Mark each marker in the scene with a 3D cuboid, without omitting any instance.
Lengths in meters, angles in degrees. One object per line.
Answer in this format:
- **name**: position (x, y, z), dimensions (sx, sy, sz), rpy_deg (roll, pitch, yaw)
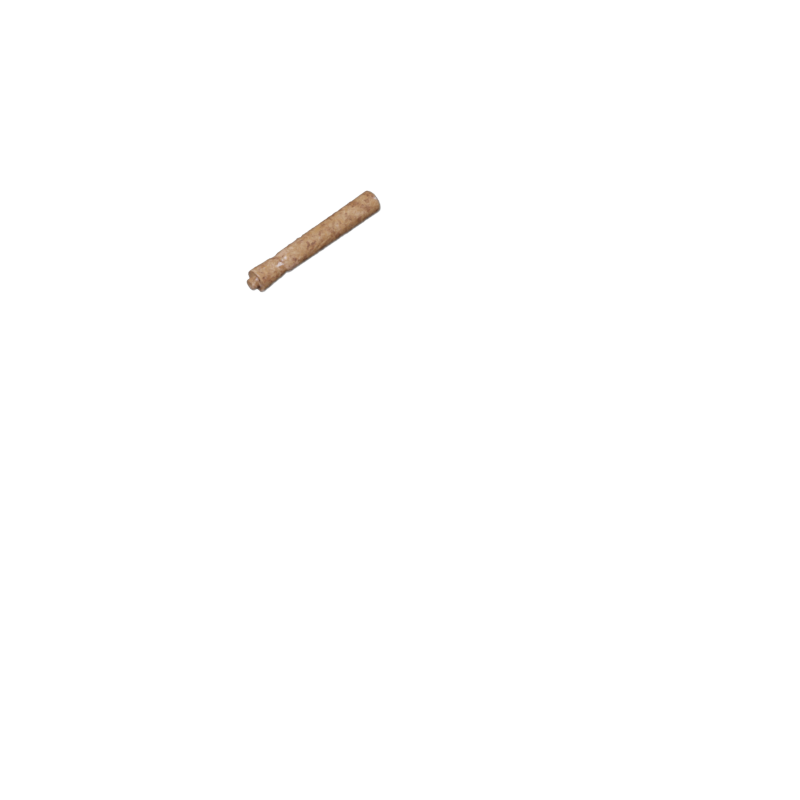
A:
- **marker**: position (-0.064, -0.117, 0.819), dimensions (0.122, 0.019, 0.020), rpy_deg (-38, 22, -24)
